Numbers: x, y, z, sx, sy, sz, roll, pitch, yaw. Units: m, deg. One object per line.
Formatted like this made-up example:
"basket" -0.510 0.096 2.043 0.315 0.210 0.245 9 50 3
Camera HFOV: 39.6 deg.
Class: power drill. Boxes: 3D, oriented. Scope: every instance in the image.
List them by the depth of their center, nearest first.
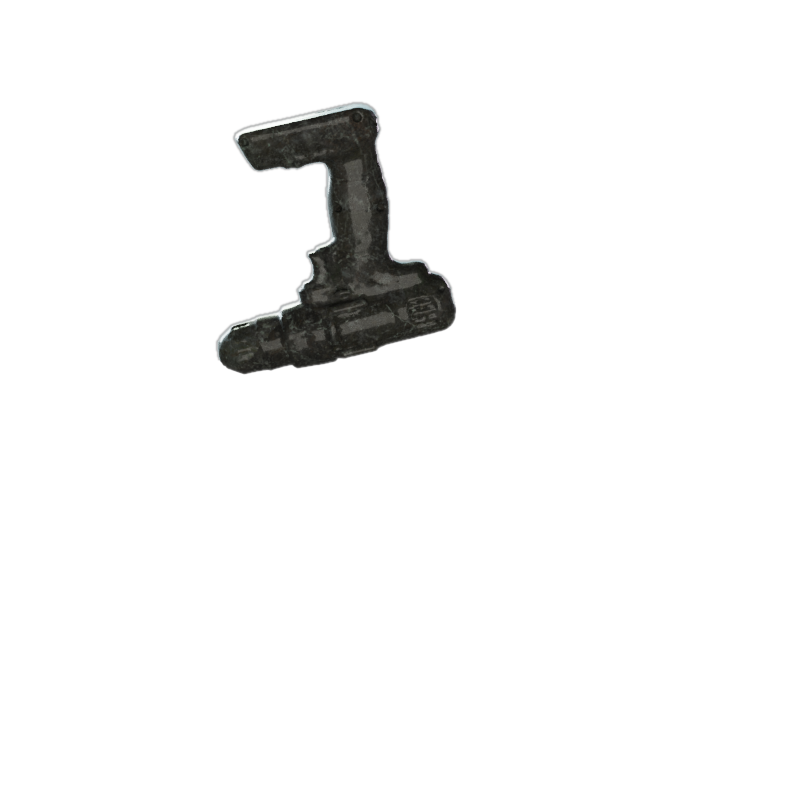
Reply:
"power drill" -0.065 -0.119 0.832 0.185 0.182 0.059 -13 13 3
